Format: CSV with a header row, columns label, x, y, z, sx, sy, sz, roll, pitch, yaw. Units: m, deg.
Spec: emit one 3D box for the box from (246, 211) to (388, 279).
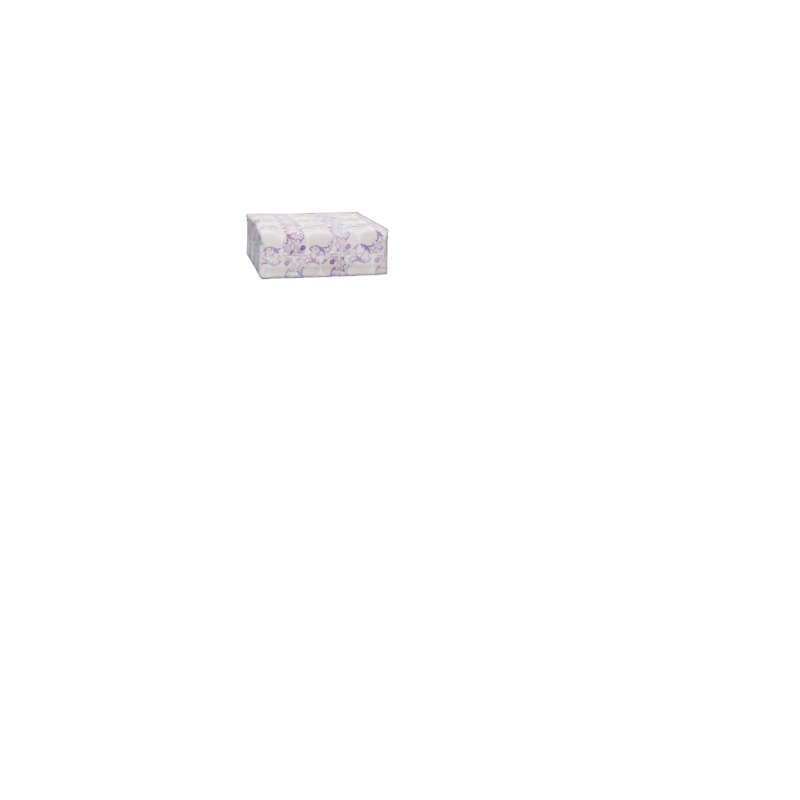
label,x,y,z,sx,sy,sz,roll,pitch,yaw
box,-0.052,-0.094,0.659,0.072,0.029,0.093,-3,16,-11
